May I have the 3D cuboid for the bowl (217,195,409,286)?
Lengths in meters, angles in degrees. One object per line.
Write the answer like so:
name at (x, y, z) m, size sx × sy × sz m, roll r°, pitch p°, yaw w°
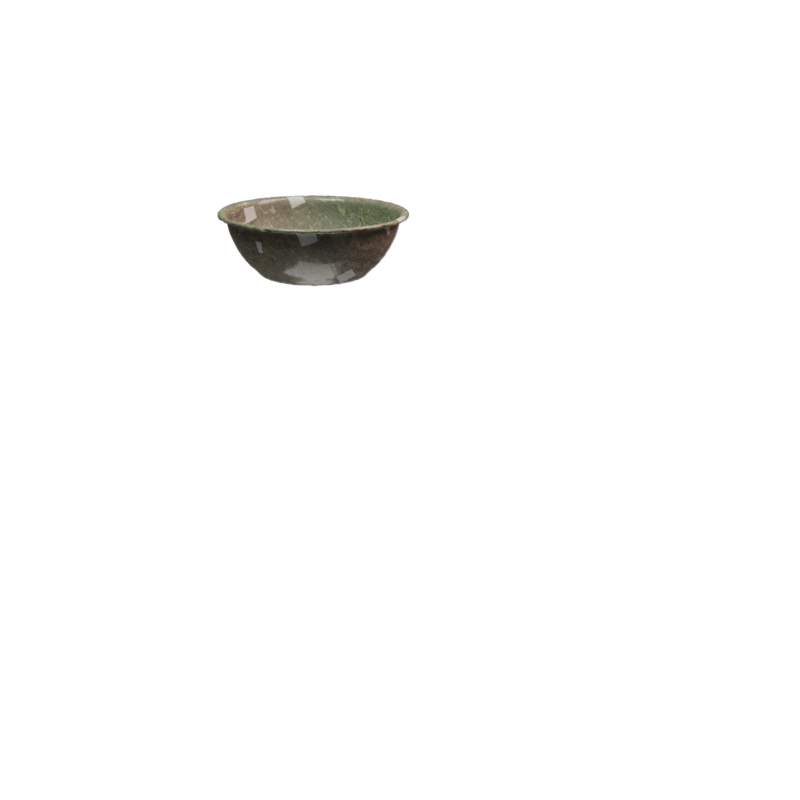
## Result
bowl at (-0.074, -0.134, 0.940) m, size 0.162 × 0.053 × 0.169 m, roll -1°, pitch 20°, yaw -2°
